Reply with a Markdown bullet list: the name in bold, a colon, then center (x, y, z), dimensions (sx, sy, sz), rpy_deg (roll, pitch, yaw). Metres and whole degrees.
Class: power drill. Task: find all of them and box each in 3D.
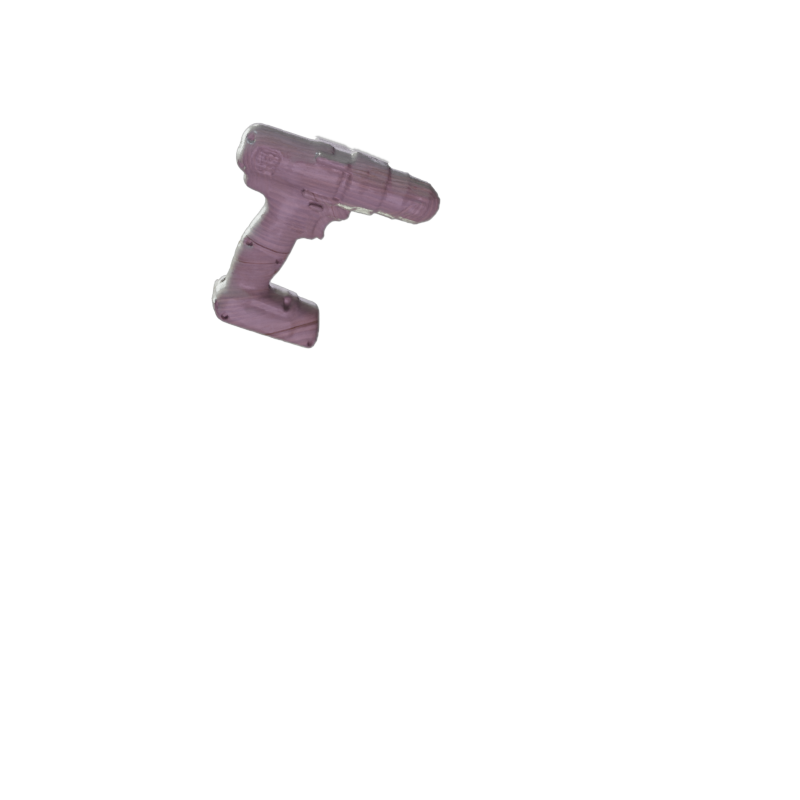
- **power drill**: center (-0.078, -0.142, 0.991), dimensions (0.181, 0.181, 0.061), rpy_deg (19, 24, -9)
